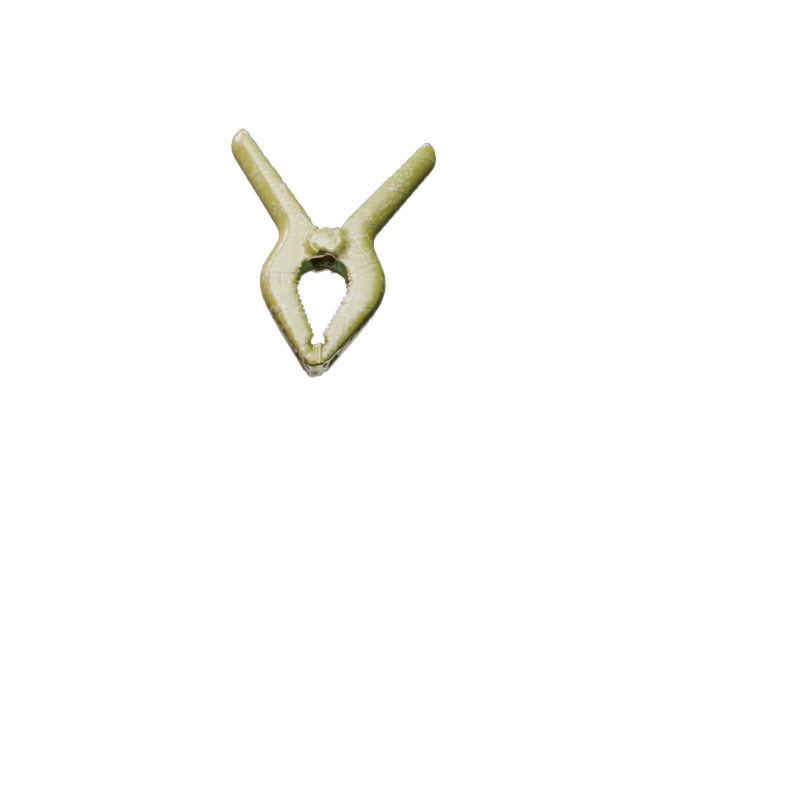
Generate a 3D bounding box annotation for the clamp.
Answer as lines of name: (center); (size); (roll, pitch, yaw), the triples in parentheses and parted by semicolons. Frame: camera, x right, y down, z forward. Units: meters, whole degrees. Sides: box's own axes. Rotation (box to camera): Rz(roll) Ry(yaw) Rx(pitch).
clamp: (-0.067, -0.122, 0.857); (0.166, 0.221, 0.034); (9, -26, 4)
